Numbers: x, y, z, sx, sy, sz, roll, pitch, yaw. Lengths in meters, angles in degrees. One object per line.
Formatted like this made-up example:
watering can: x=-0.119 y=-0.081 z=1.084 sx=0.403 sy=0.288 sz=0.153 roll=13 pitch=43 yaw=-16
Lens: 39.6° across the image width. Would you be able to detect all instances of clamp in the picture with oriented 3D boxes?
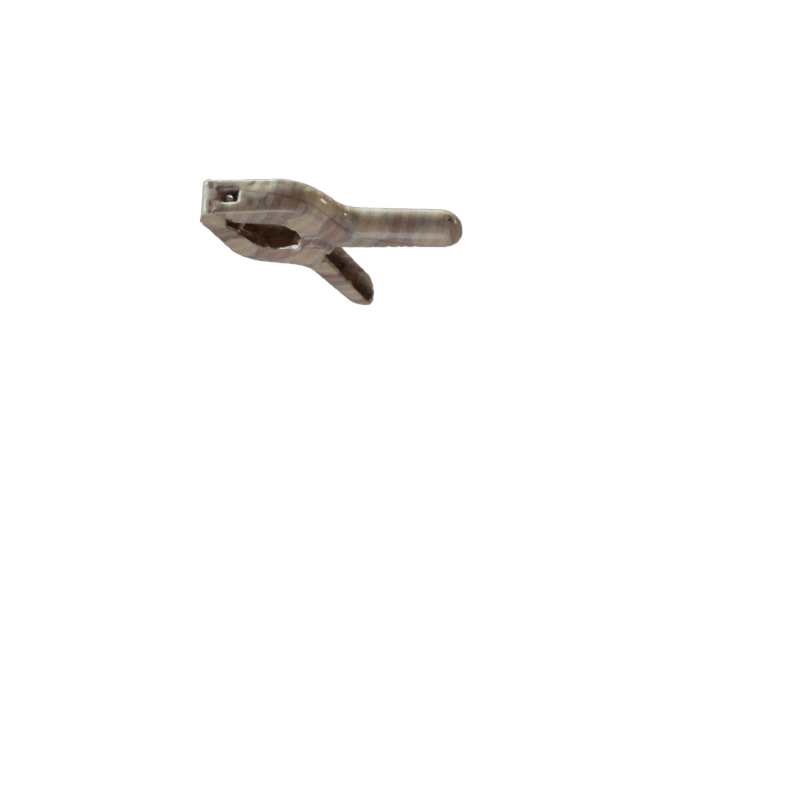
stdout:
clamp: x=-0.058 y=-0.106 z=0.746 sx=0.166 sy=0.042 sz=0.116 roll=12 pitch=-33 yaw=-20
